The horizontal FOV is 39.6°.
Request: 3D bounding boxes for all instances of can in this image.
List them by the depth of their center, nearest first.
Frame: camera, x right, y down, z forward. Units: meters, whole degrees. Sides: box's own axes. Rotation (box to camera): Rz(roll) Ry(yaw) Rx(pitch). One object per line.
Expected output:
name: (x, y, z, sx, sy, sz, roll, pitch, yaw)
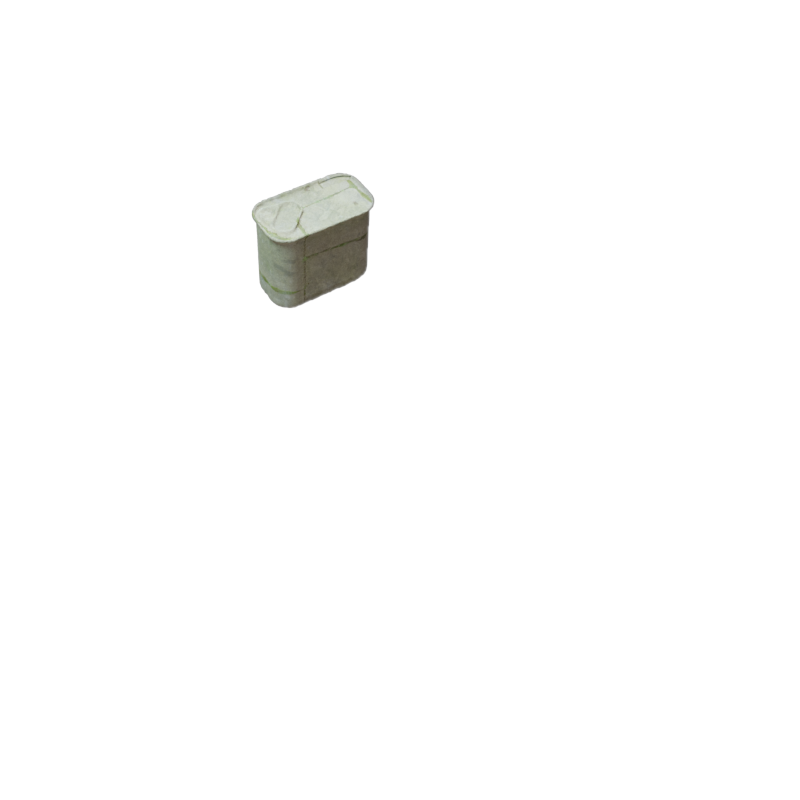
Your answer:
can: (-0.075, -0.137, 0.958, 0.101, 0.078, 0.062, -25, 53, -22)
